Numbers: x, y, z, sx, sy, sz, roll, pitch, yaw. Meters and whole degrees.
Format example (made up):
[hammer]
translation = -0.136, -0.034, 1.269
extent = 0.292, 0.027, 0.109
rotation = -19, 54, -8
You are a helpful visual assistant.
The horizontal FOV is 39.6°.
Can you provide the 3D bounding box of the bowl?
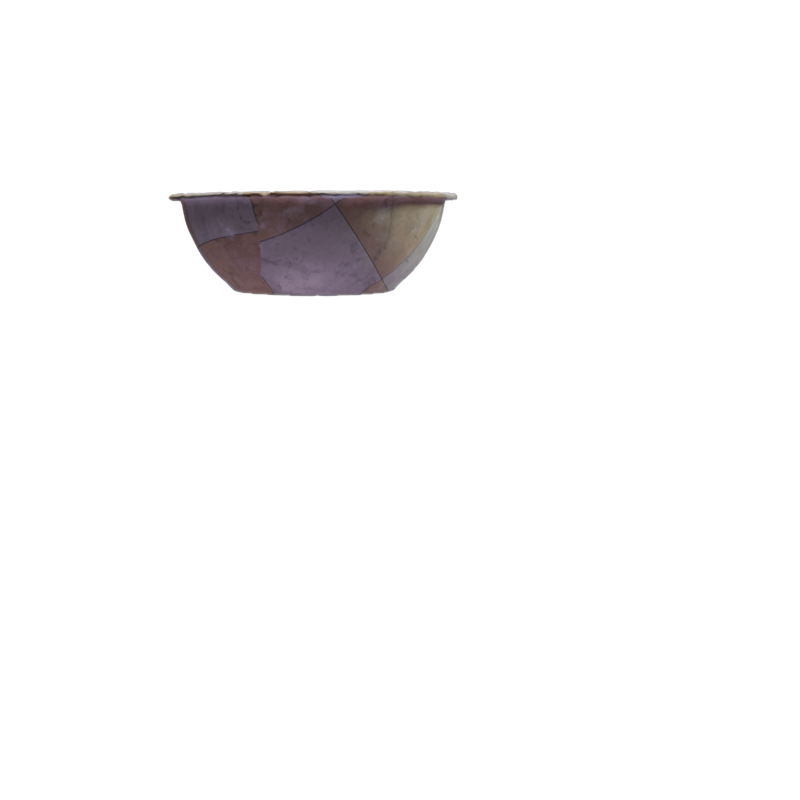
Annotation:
[bowl]
translation = -0.049, -0.089, 0.624
extent = 0.162, 0.054, 0.165
rotation = 0, 9, -2
